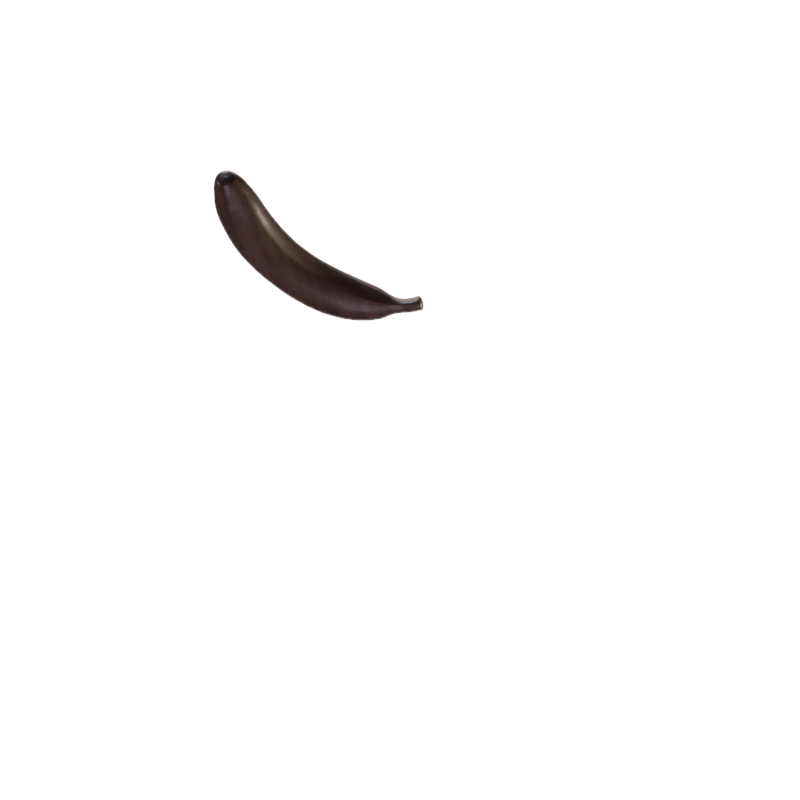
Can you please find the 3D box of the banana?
[{"bbox_3d":[-0.075,-0.108,0.846,0.187,0.039,0.068,30,-52,-28],"label":"banana"}]
